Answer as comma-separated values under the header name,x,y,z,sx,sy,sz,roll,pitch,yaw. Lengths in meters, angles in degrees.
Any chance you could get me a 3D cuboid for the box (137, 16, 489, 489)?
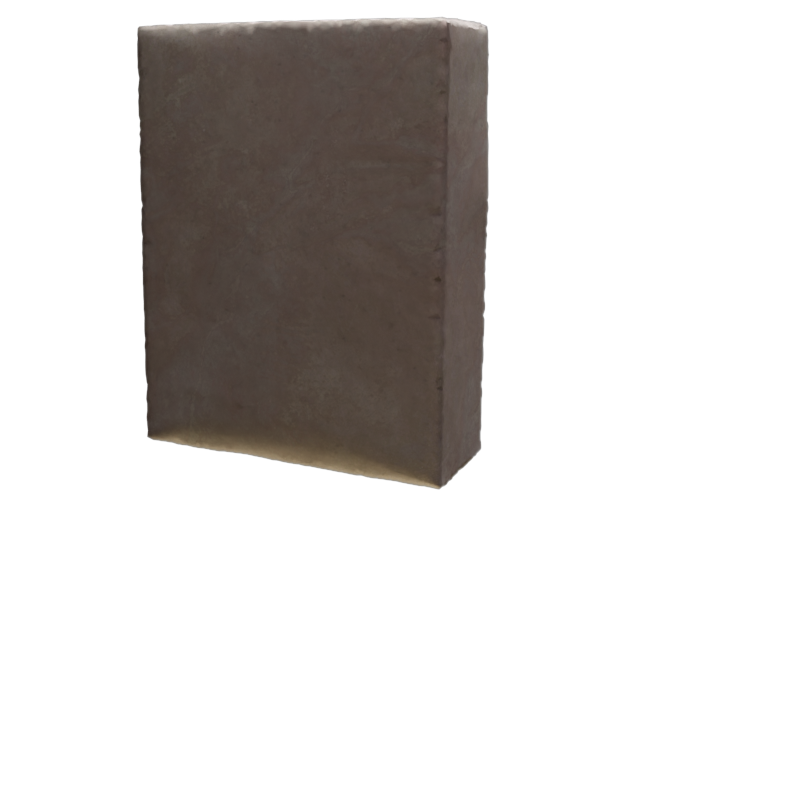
name,x,y,z,sx,sy,sz,roll,pitch,yaw
box,-0.043,-0.079,0.552,0.170,0.209,0.071,6,11,25
